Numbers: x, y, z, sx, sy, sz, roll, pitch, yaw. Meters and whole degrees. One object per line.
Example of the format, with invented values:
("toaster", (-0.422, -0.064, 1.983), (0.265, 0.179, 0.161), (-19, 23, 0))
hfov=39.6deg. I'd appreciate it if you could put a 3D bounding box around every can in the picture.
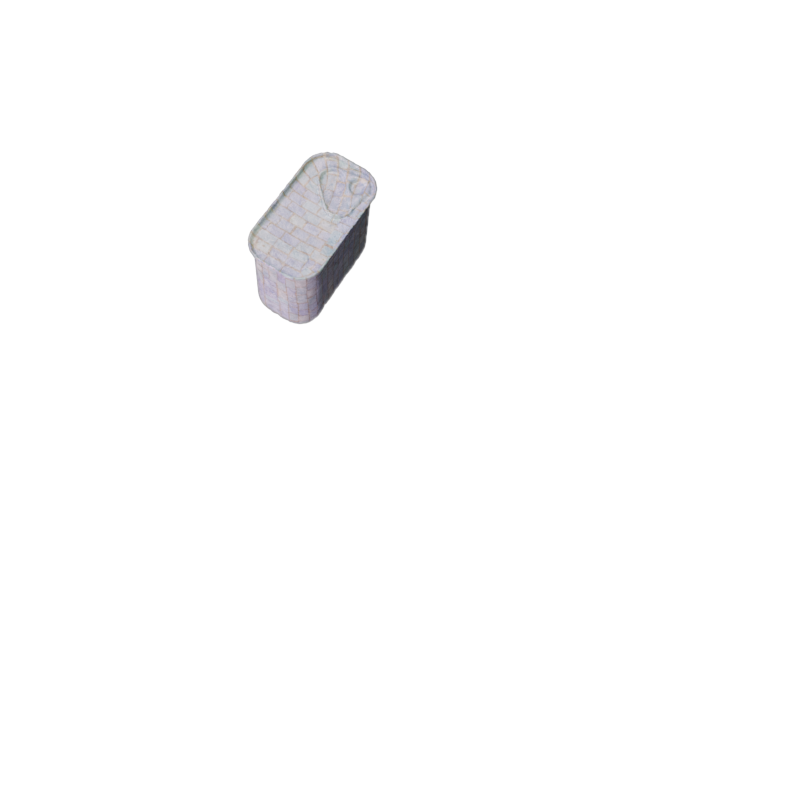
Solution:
("can", (-0.063, -0.115, 0.803), (0.059, 0.104, 0.079), (30, -22, 10))
